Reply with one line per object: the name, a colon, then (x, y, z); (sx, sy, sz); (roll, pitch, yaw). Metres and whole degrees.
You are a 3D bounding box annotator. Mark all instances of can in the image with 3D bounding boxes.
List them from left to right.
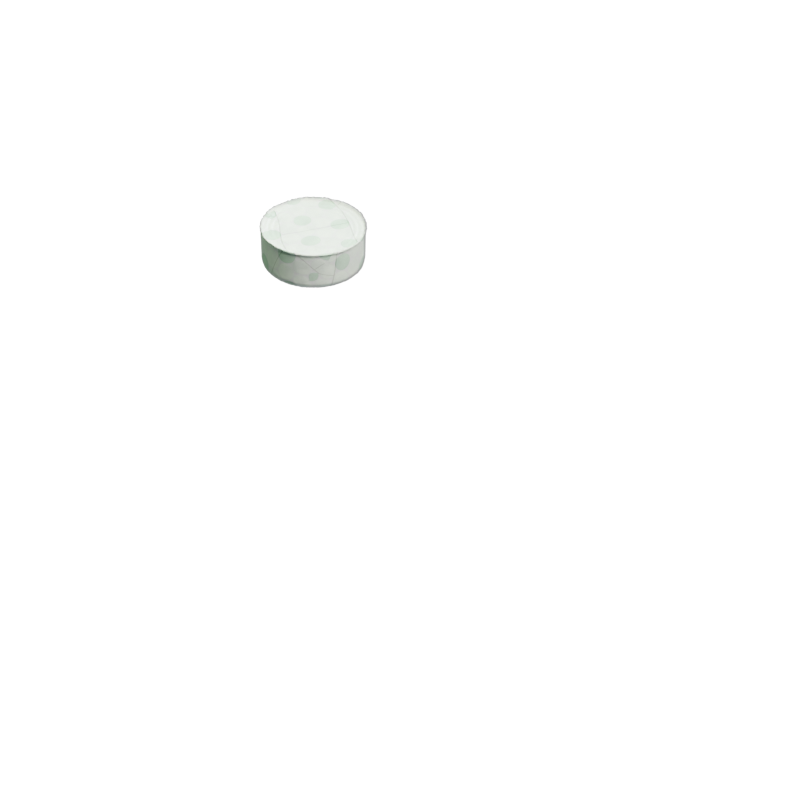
can: (-0.070, -0.128, 0.894); (0.086, 0.031, 0.092); (-1, 39, -2)
